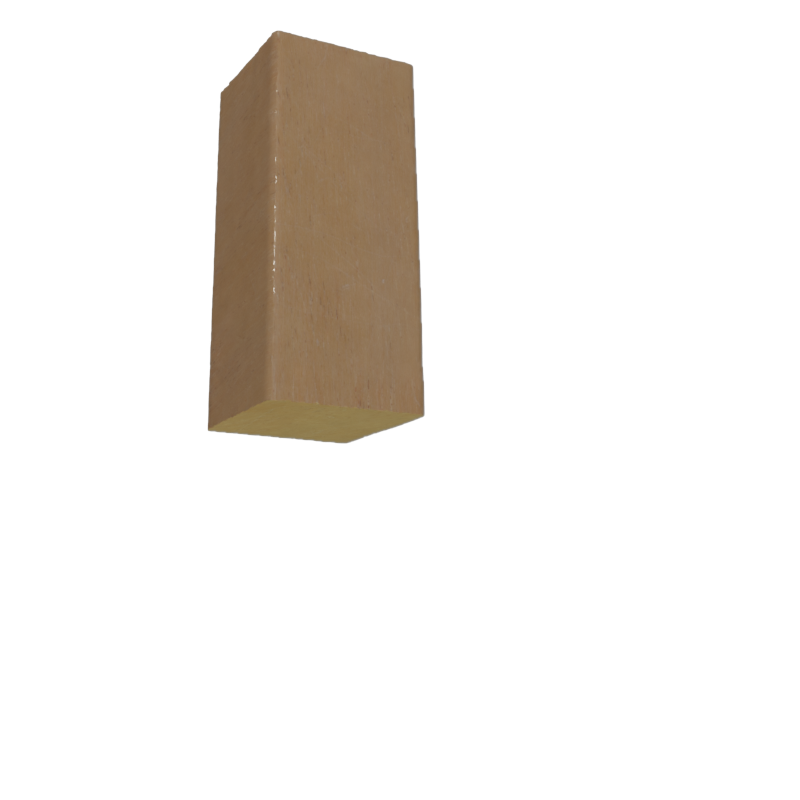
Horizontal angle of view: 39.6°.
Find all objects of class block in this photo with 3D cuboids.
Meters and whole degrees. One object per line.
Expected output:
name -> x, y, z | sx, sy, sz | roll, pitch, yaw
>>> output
block -> -0.049, -0.089, 0.624 | 0.087, 0.216, 0.090 | 9, -21, -27
